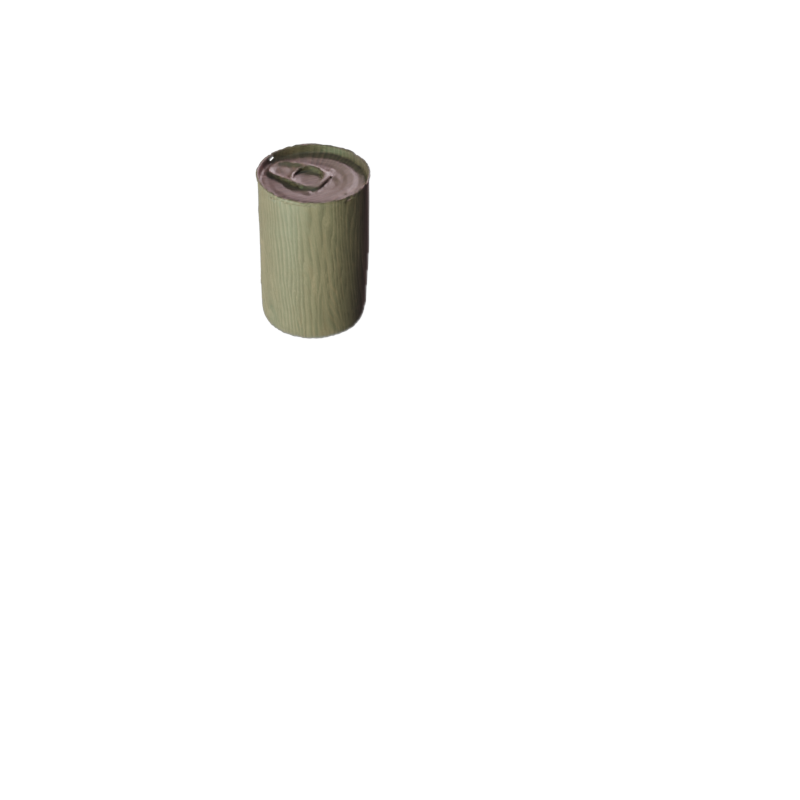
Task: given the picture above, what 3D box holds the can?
[{"bbox_3d":[-0.053,-0.098,0.683,0.068,0.095,0.073,0,39,-3],"label":"can"}]
